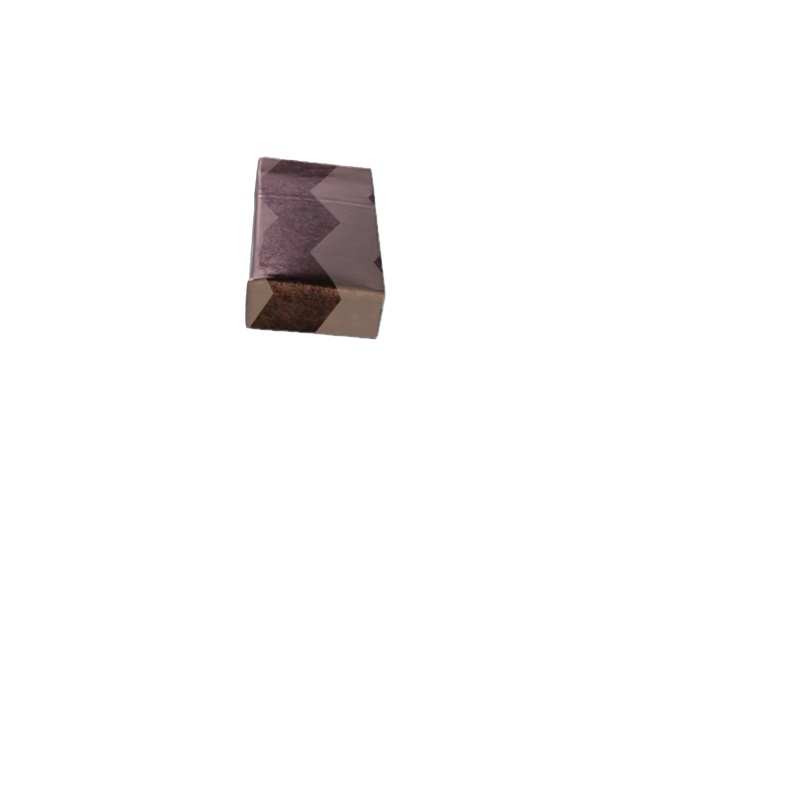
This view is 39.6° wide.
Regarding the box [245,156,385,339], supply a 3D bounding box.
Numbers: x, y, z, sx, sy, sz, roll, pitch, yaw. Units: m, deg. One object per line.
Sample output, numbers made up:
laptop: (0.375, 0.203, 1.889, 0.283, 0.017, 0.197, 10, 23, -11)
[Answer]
box: (-0.063, -0.115, 0.811, 0.093, 0.045, 0.188, 4, 35, -7)
